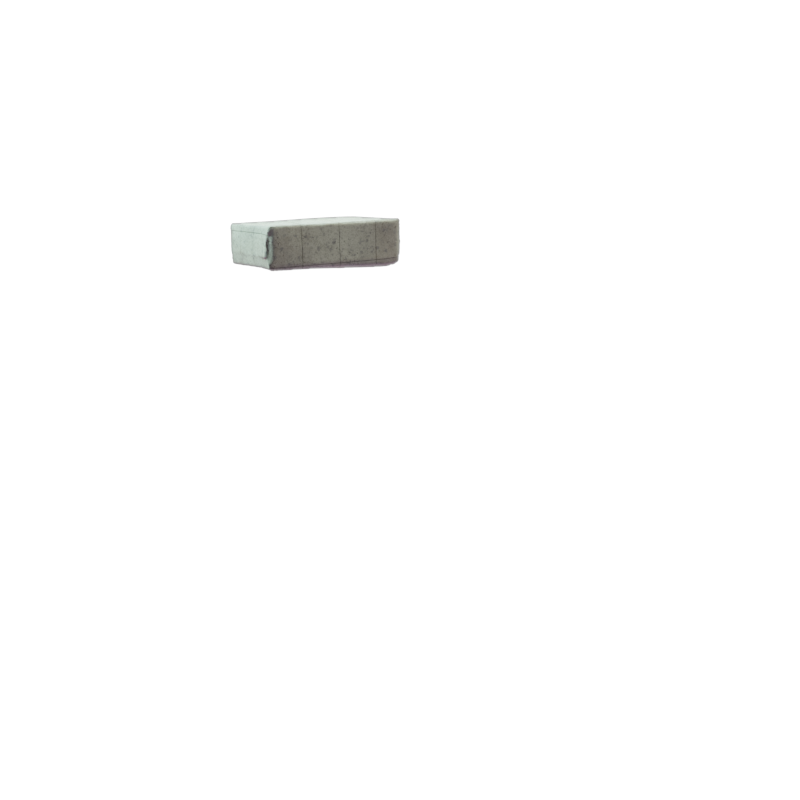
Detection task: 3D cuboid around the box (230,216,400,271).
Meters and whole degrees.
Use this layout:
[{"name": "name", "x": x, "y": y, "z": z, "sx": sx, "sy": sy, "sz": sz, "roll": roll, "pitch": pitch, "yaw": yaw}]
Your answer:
[{"name": "box", "x": -0.069, "y": -0.126, "z": 0.885, "sx": 0.110, "sy": 0.038, "sz": 0.094, "roll": -5, "pitch": 11, "yaw": -24}]
